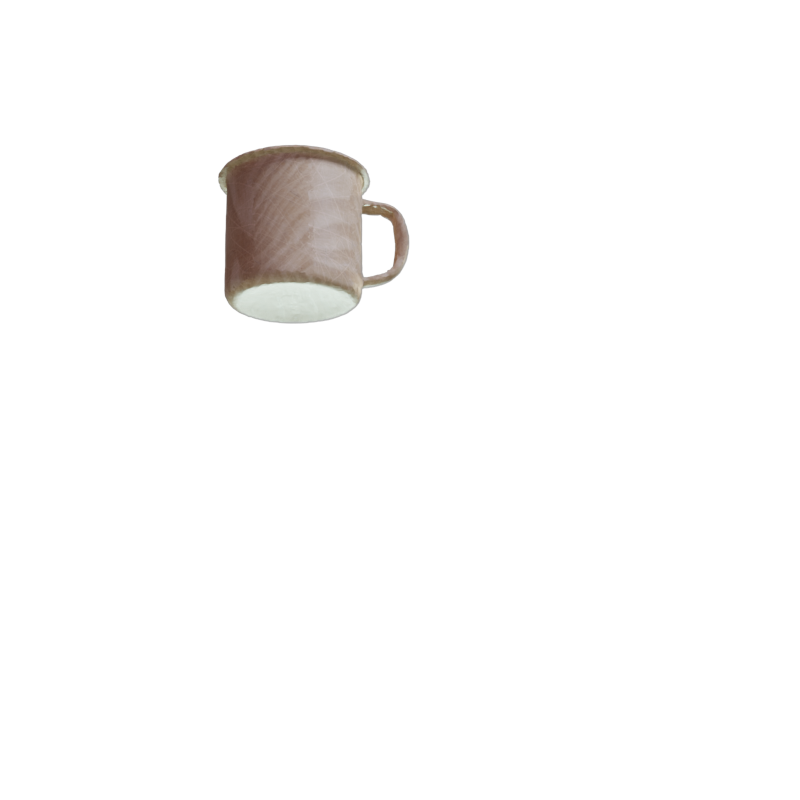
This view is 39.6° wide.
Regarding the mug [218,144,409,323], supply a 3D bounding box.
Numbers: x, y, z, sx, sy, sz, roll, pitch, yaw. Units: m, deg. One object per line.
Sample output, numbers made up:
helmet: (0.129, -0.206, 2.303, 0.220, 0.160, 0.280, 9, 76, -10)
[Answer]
mug: (-0.052, -0.095, 0.667, 0.115, 0.086, 0.090, 3, -19, -12)
